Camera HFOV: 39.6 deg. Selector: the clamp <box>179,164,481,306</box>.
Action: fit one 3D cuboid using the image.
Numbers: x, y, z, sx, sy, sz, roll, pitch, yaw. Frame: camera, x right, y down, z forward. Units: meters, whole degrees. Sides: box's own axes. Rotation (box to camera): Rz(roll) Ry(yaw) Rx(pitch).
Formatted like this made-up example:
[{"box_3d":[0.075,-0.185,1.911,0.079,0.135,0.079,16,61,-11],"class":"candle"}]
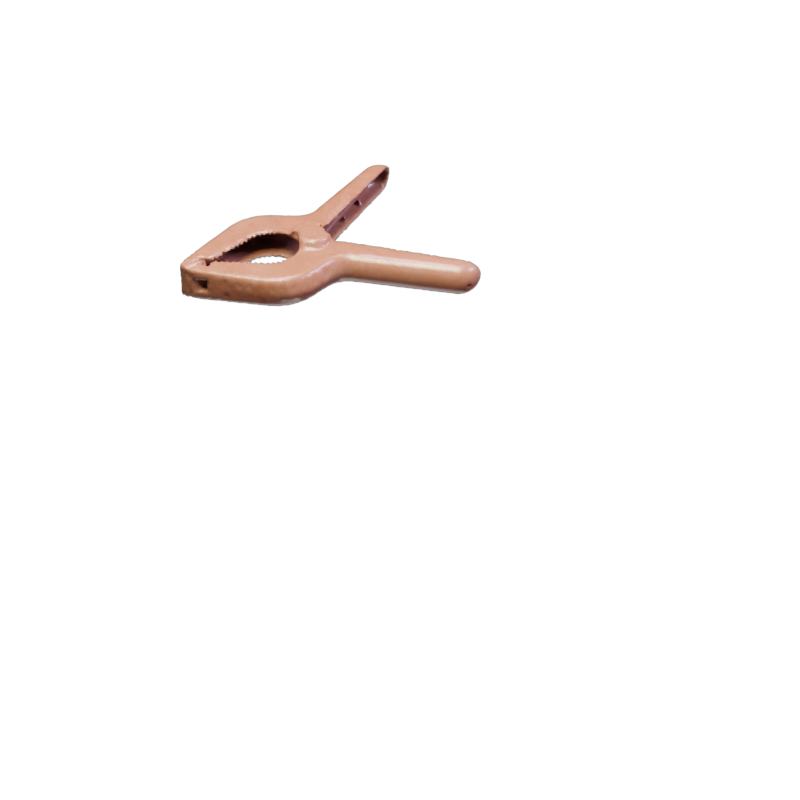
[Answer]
[{"box_3d":[-0.066,-0.120,0.839,0.207,0.034,0.178,-11,41,-13],"class":"clamp"}]
